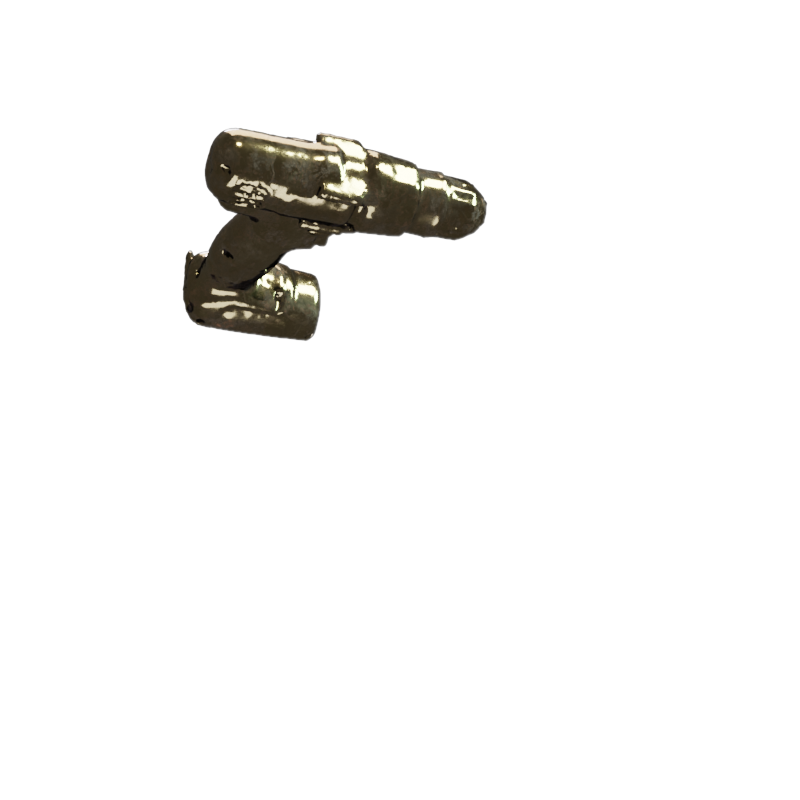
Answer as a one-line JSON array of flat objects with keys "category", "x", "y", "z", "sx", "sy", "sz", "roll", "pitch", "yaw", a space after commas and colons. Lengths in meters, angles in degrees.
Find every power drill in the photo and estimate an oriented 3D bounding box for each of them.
[{"category": "power drill", "x": -0.058, "y": -0.107, "z": 0.747, "sx": 0.179, "sy": 0.061, "sz": 0.182, "roll": 11, "pitch": -31, "yaw": -20}]
